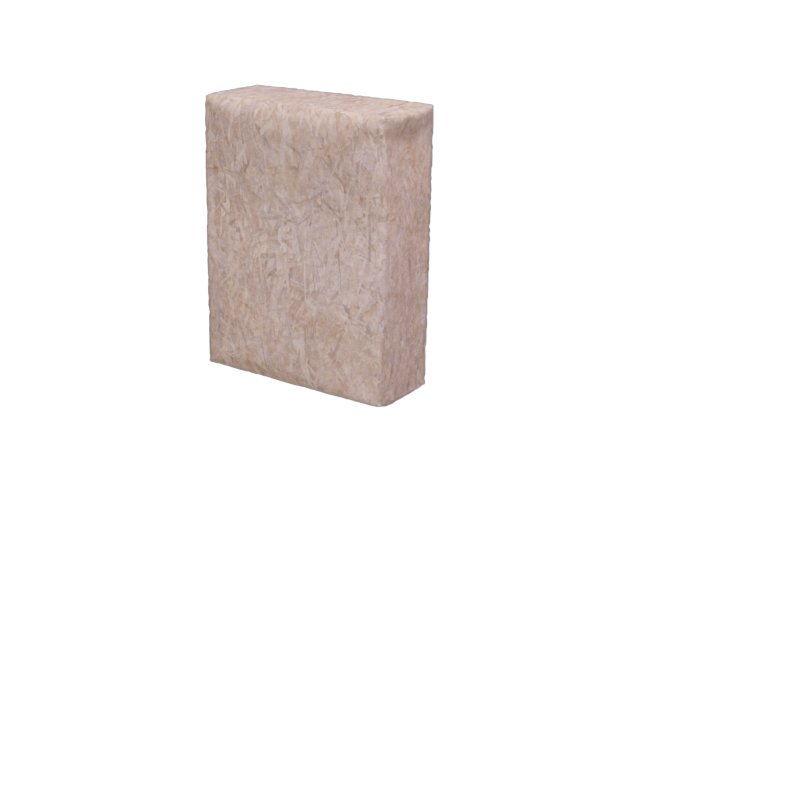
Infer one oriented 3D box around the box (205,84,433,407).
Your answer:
[{"bbox_3d":[-0.064,-0.117,0.821,0.172,0.205,0.071,14,22,33],"label":"box"}]
